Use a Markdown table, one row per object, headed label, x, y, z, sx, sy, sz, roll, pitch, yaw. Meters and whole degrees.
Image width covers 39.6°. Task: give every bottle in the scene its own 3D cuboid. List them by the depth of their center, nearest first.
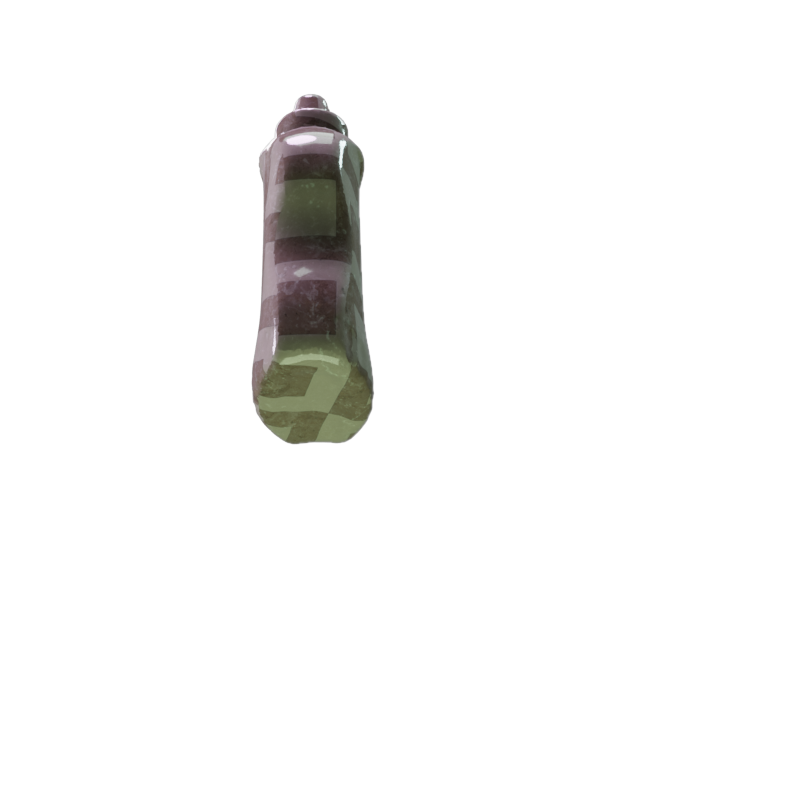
| label | x | y | z | sx | sy | sz | roll | pitch | yaw |
| --- | --- | --- | --- | --- | --- | --- | --- | --- | --- |
| bottle | -0.046 | -0.082 | 0.576 | 0.058 | 0.205 | 0.090 | -3 | -32 | 1 |
